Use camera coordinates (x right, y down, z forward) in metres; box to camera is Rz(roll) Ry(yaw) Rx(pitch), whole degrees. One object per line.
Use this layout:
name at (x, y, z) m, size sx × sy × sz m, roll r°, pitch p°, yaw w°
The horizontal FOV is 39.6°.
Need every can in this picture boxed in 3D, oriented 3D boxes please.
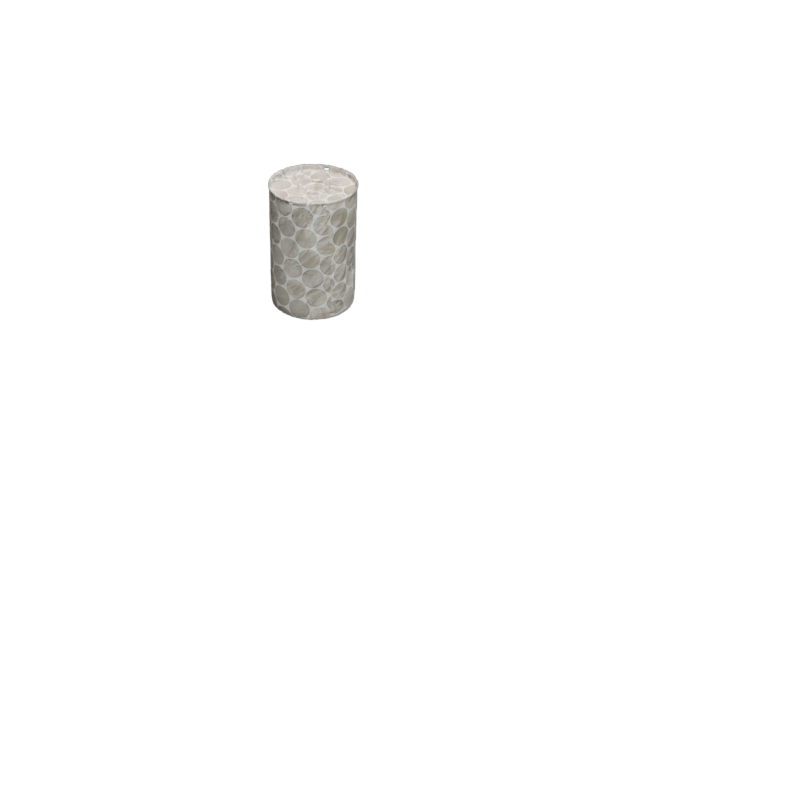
can at (-0.067, -0.122, 0.851) m, size 0.068 × 0.096 × 0.073 m, roll 0°, pitch 33°, yaw -3°
